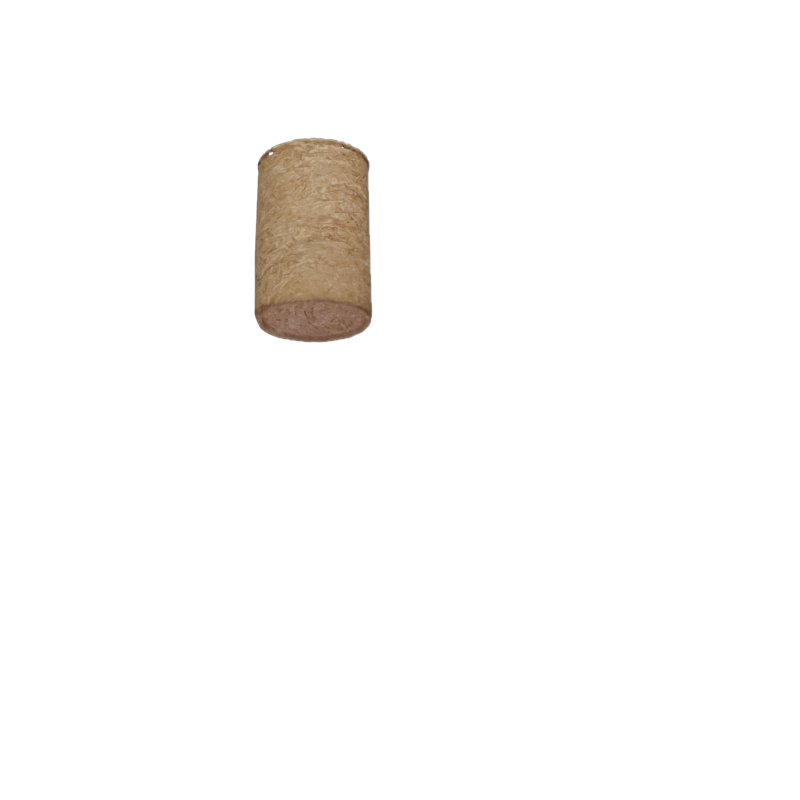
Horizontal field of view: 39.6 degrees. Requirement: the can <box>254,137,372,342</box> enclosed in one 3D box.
[{"bbox_3d":[-0.051,-0.093,0.648,0.068,0.108,0.065,0,-23,-2],"label":"can"}]
